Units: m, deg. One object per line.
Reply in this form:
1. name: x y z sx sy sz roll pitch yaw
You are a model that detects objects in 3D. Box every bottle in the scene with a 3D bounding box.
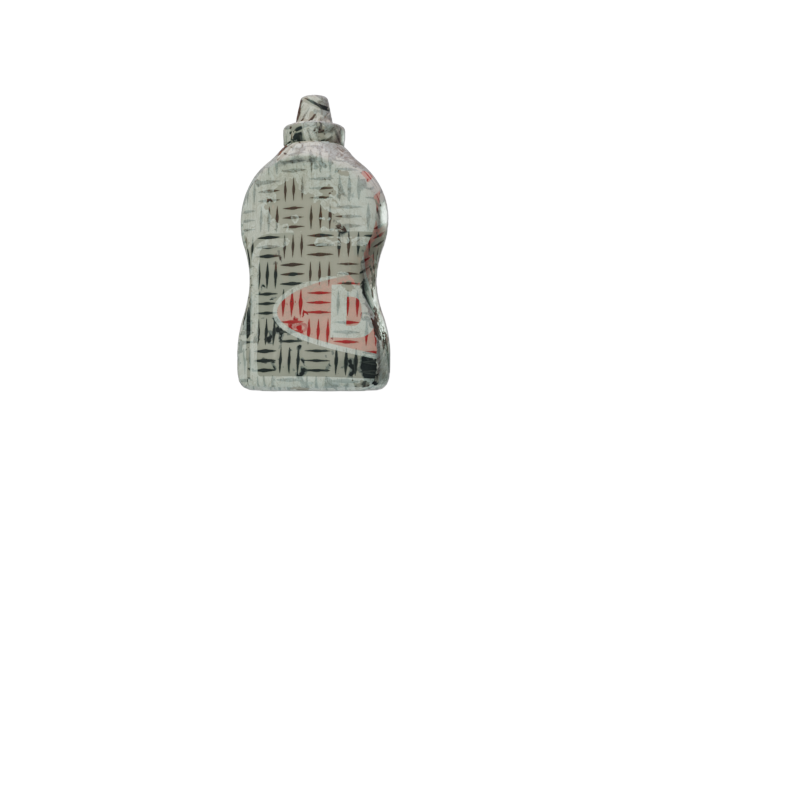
1. bottle: -0.056 -0.102 0.718 0.098 0.195 0.056 -3 -7 20
